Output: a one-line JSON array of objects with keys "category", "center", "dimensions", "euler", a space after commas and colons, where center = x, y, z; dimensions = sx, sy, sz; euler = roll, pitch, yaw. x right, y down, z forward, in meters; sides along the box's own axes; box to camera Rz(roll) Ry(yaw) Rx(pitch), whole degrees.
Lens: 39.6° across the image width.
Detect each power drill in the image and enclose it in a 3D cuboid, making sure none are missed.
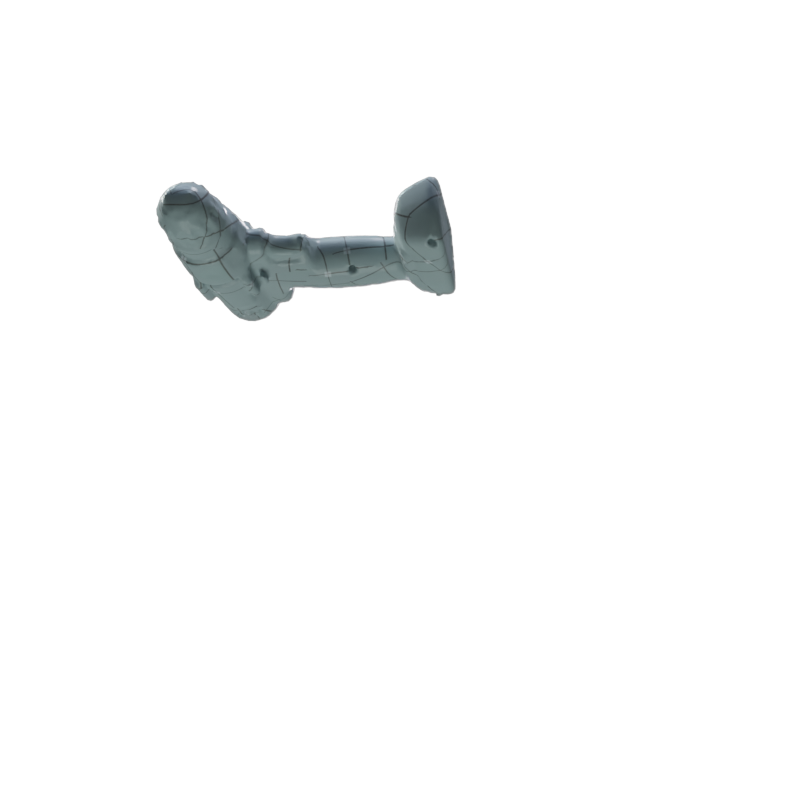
[{"category": "power drill", "center": [-0.061, -0.111, 0.775], "dimensions": [0.190, 0.060, 0.174], "euler": [-3, -16, 11]}]
